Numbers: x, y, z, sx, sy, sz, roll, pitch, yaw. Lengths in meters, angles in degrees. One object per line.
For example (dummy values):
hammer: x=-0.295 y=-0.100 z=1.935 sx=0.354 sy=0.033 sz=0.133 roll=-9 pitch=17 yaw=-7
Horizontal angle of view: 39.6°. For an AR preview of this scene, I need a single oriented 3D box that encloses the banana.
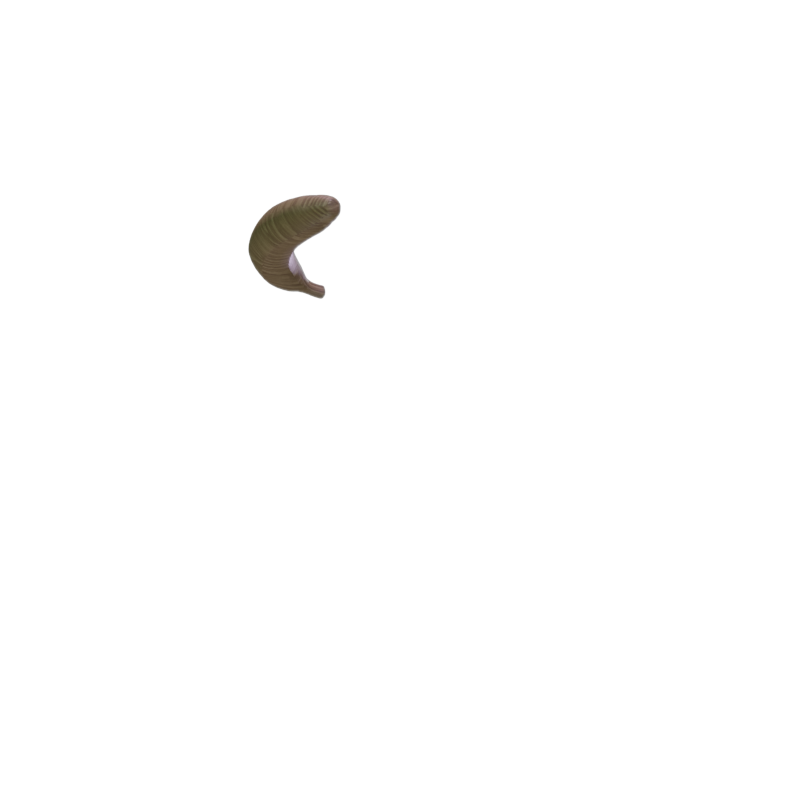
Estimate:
banana: x=-0.090 y=-0.129 z=0.912 sx=0.069 sy=0.038 sz=0.191 roll=1 pitch=-13 yaw=-7
